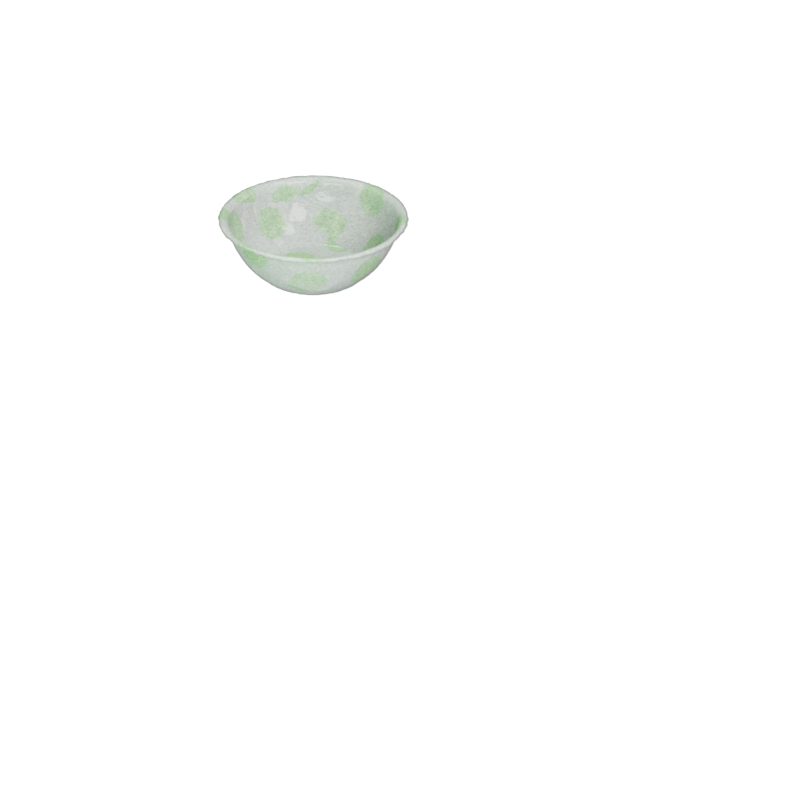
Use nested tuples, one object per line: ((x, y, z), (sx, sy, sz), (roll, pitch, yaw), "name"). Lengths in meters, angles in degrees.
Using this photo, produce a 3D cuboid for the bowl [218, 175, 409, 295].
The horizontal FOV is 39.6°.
((-0.075, -0.137, 0.957), (0.162, 0.052, 0.173), (-1, 33, -2), "bowl")
